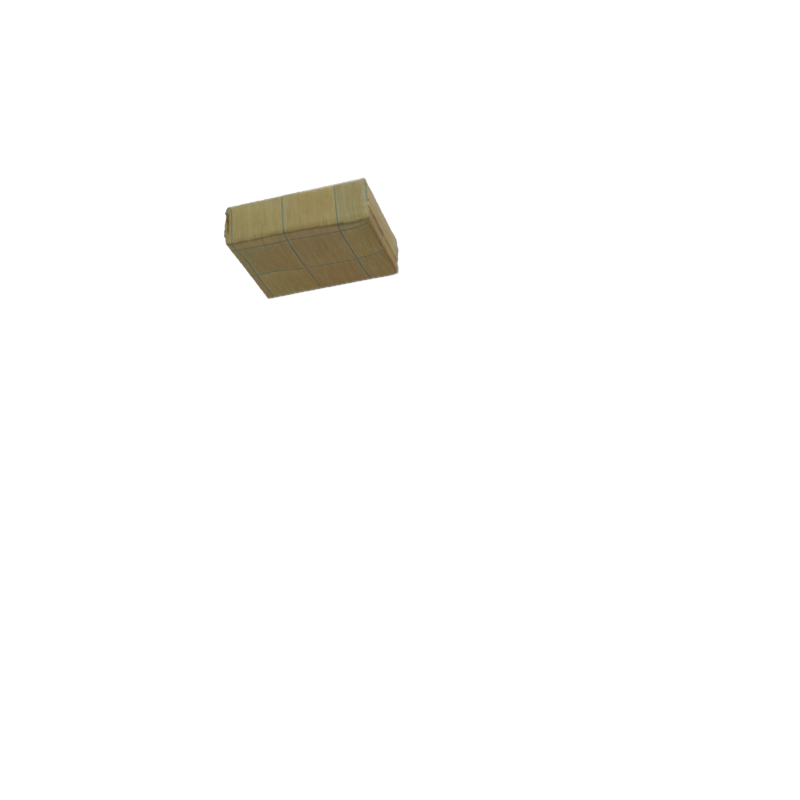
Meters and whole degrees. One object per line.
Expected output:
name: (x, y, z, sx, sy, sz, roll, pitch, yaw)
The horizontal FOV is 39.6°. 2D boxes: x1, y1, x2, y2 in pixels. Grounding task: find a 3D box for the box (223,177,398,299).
box: (-0.066, -0.121, 0.848, 0.115, 0.041, 0.083, -7, -26, 15)
